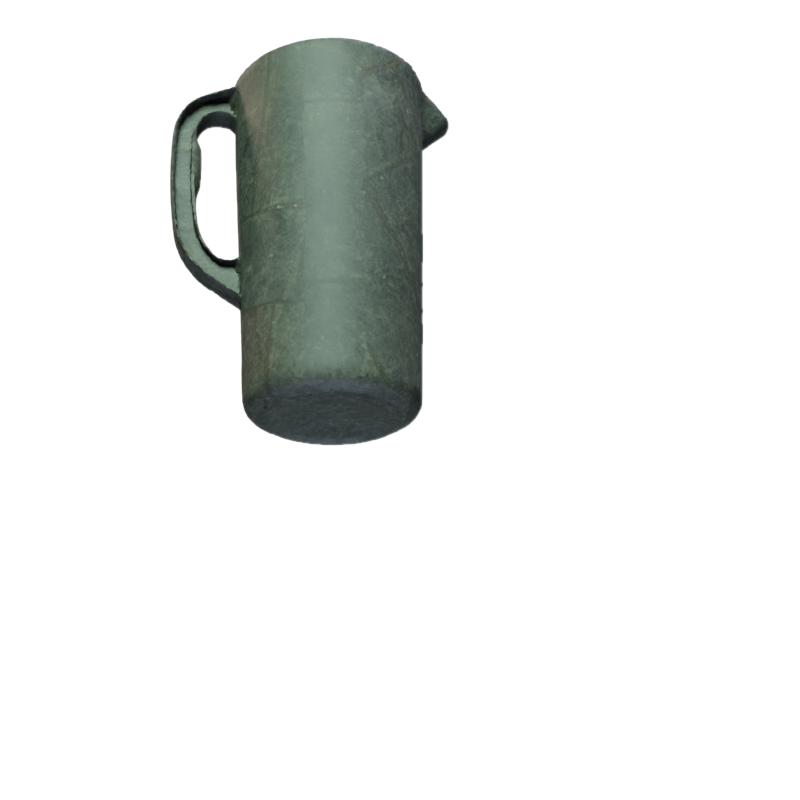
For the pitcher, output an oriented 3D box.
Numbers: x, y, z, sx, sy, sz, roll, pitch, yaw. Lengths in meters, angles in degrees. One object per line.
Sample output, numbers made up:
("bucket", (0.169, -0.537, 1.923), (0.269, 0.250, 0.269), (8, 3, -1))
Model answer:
("pitcher", (-0.056, -0.102, 0.715), (0.151, 0.258, 0.135), (-19, -32, 30))
